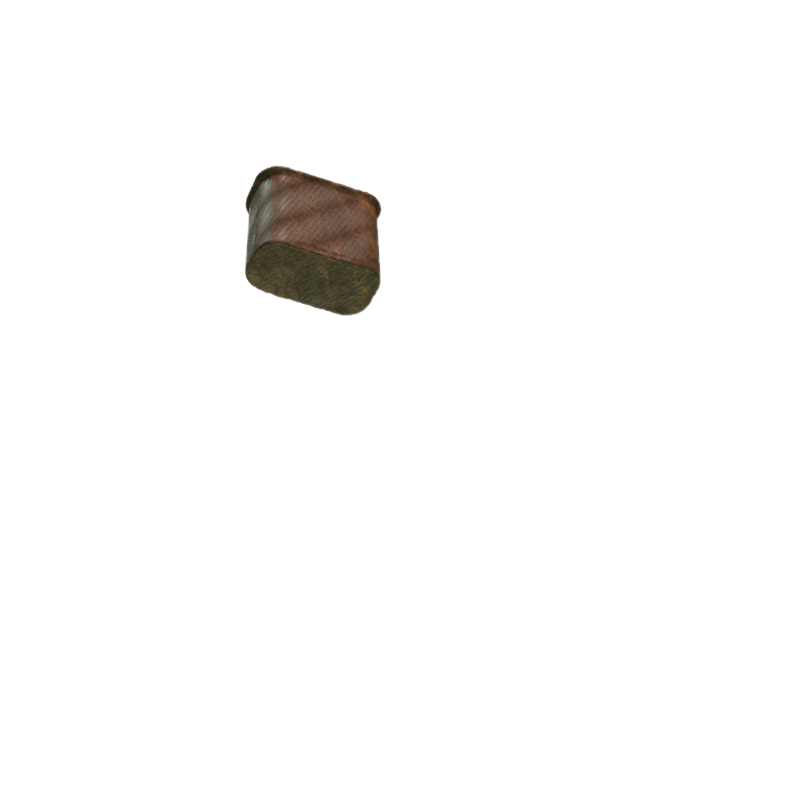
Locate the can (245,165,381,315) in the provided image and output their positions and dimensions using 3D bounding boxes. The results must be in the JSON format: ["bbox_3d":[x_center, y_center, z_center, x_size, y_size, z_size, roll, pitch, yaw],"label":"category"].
[{"bbox_3d":[-0.064,-0.117,0.823,0.099,0.090,0.055,15,-47,-17],"label":"can"}]
